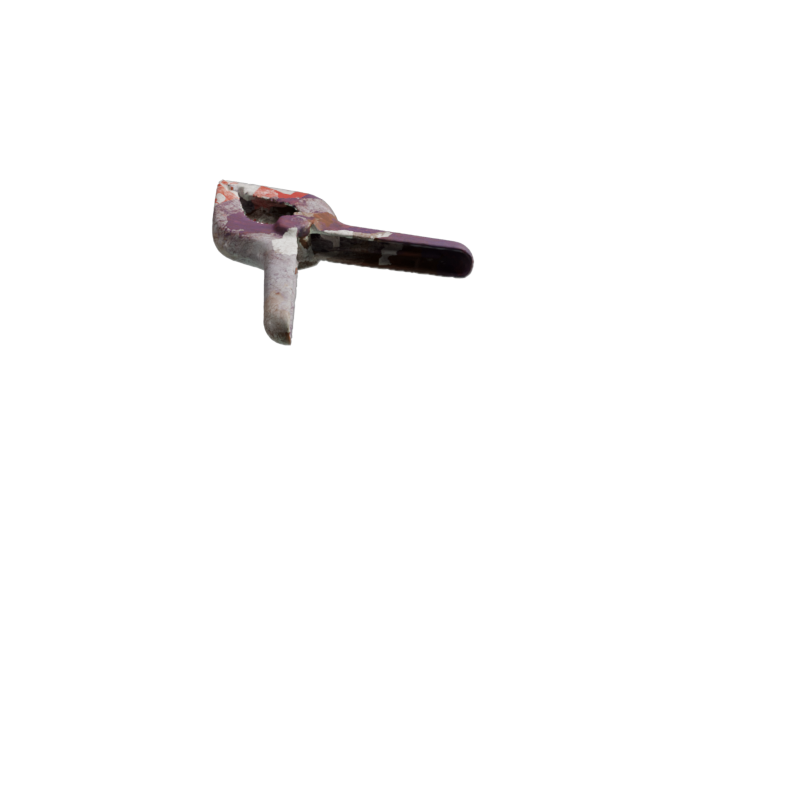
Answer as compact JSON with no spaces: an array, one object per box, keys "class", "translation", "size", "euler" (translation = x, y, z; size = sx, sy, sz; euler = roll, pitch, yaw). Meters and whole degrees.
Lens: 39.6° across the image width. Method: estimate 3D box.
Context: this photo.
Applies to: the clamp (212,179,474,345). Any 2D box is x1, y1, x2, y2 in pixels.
[{"class":"clamp","translation":[-0.062,-0.113,0.794],"size":[0.162,0.034,0.226],"euler":[-17,36,-25]}]
